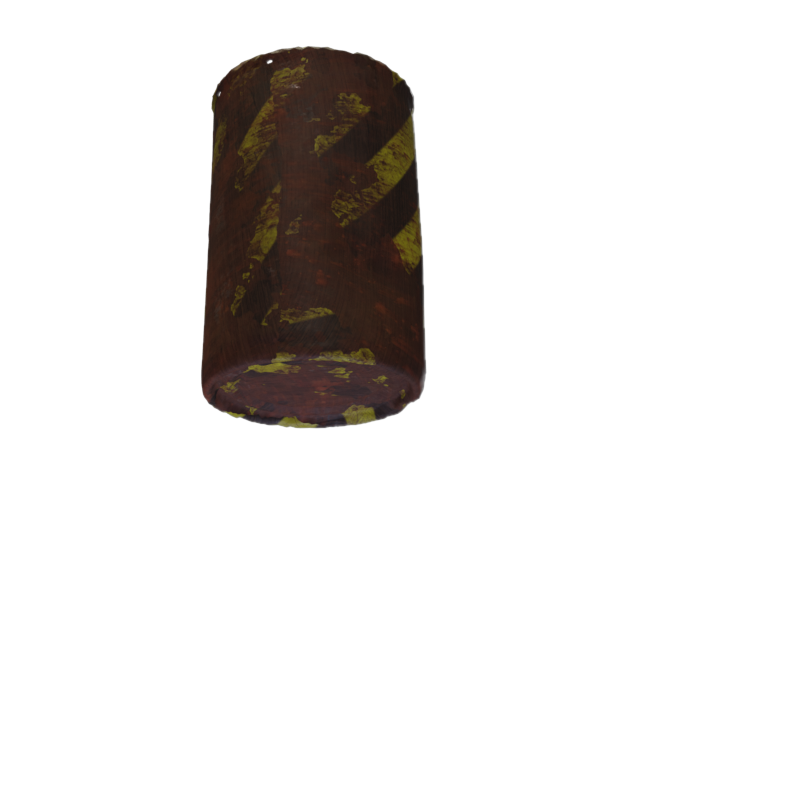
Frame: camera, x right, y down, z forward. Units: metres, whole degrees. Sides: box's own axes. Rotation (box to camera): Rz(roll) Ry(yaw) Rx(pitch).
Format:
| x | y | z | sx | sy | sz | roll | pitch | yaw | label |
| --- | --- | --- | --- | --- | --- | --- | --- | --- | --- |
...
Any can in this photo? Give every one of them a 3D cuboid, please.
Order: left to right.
| x | y | z | sx | sy | sz | roll | pitch | yaw | label |
| --- | --- | --- | --- | --- | --- | --- | --- | --- | --- |
| -0.027 | -0.050 | 0.349 | 0.068 | 0.108 | 0.065 | 0 | -23 | -2 | can |
